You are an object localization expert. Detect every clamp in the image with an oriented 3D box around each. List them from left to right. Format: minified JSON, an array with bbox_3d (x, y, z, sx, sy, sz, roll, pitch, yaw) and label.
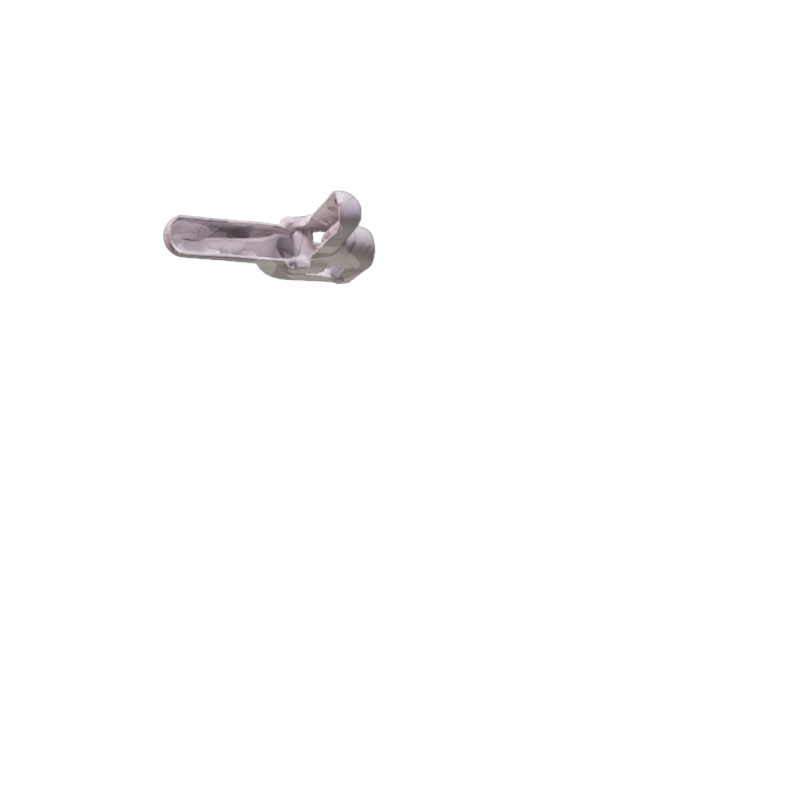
[{"bbox_3d":[-0.055,-0.100,0.698,0.124,0.040,0.165,0,1,26],"label":"clamp"}]
